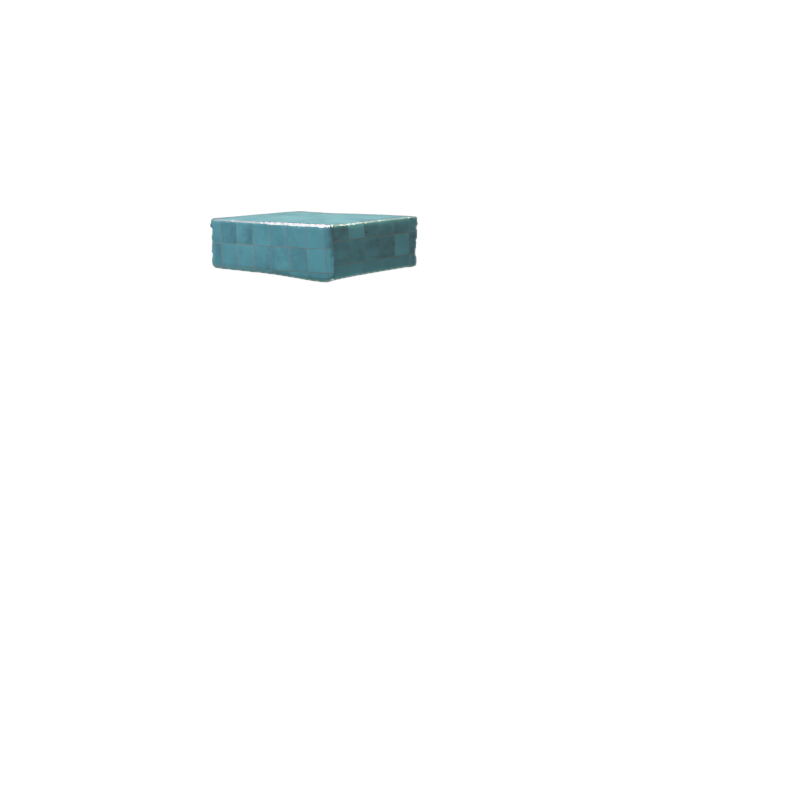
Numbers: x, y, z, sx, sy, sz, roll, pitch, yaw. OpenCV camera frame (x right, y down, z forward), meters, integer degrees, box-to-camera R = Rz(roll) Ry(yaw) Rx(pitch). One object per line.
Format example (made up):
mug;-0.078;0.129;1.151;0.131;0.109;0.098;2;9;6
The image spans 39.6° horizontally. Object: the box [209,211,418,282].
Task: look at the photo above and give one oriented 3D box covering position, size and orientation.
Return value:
box;-0.059;-0.107;0.751;0.119;0.038;0.088;12;18;39
